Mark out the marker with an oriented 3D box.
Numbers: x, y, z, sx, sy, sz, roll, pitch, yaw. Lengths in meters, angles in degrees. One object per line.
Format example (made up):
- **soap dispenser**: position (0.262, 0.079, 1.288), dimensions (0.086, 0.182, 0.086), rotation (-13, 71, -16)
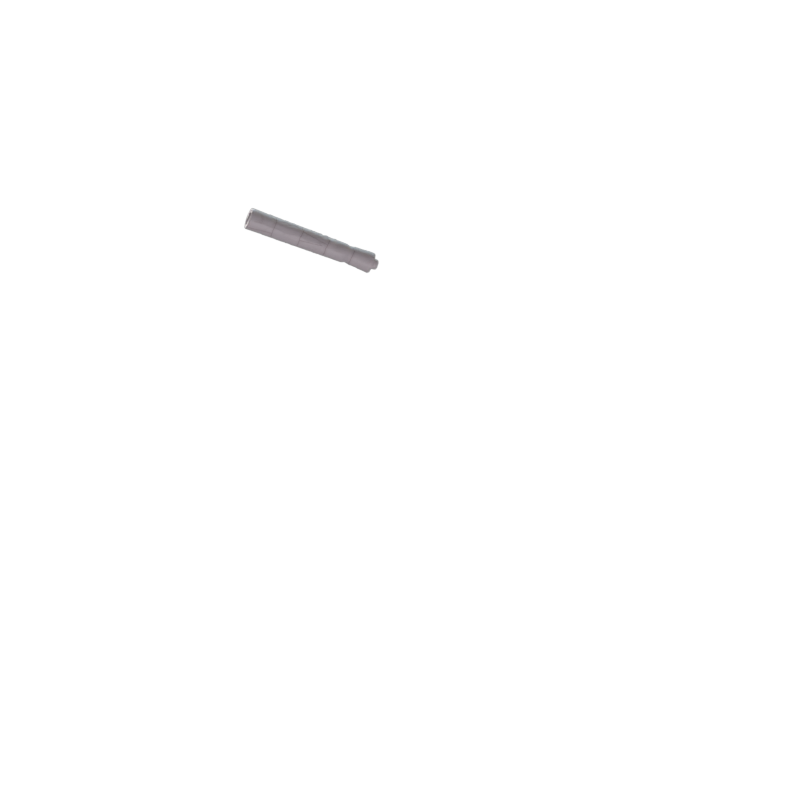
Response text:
- **marker**: position (-0.074, -0.136, 0.951), dimensions (0.118, 0.020, 0.020), rotation (18, -1, -14)
